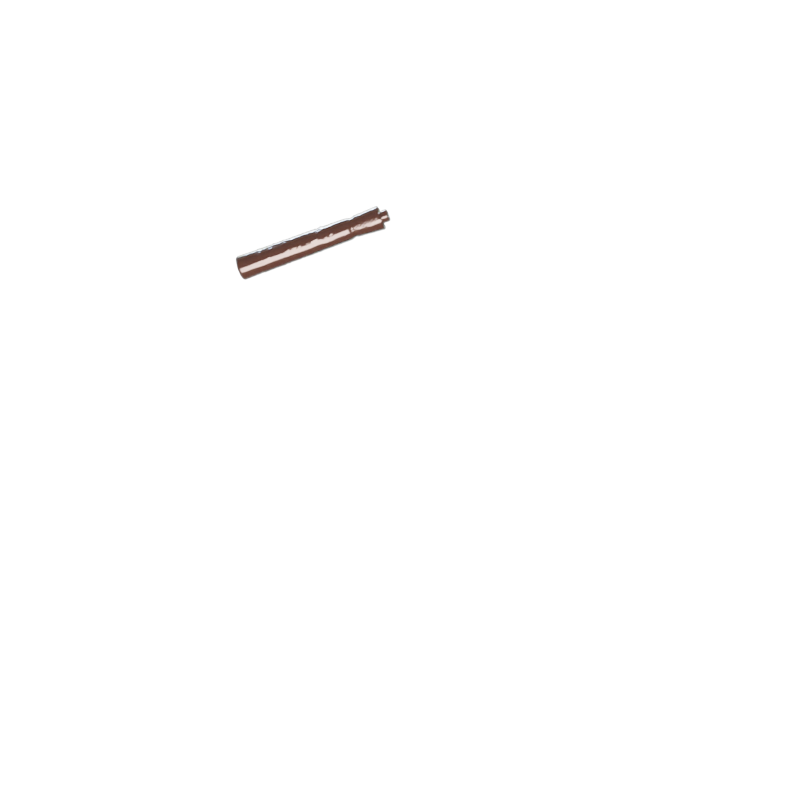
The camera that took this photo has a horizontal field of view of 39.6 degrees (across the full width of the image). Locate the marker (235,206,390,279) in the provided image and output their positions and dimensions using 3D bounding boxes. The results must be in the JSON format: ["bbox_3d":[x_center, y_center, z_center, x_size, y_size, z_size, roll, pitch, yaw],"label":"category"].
[{"bbox_3d":[-0.066,-0.120,0.840,0.121,0.020,0.020,-19,1,10],"label":"marker"}]
